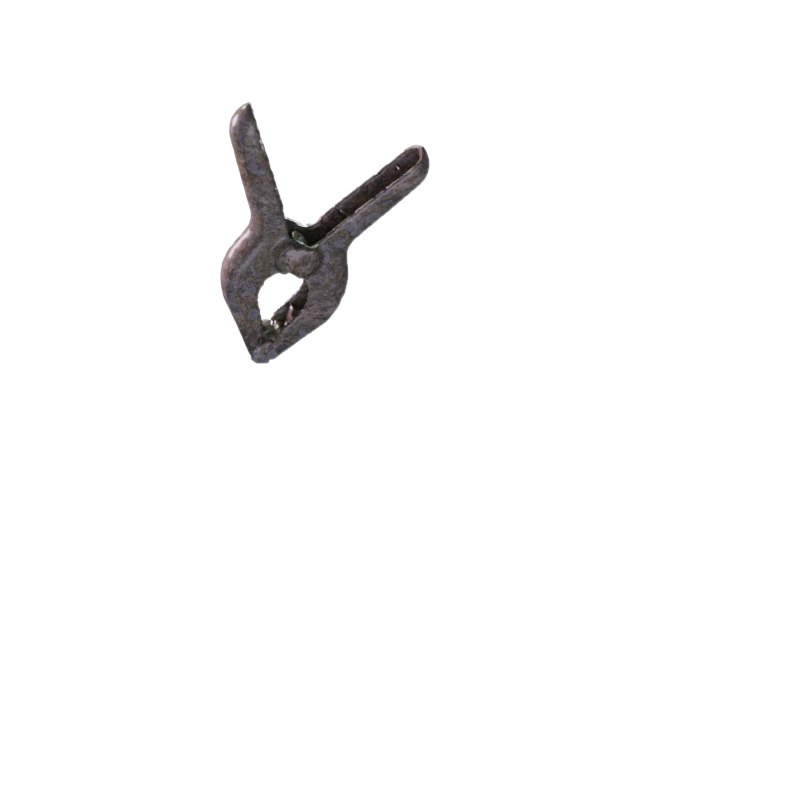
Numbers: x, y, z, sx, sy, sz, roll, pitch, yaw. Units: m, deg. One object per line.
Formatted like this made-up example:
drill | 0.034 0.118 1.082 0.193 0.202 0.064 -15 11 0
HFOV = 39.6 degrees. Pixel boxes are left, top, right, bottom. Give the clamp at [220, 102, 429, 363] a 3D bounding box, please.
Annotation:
clamp | -0.053 -0.097 0.677 0.119 0.162 0.042 9 35 -7
